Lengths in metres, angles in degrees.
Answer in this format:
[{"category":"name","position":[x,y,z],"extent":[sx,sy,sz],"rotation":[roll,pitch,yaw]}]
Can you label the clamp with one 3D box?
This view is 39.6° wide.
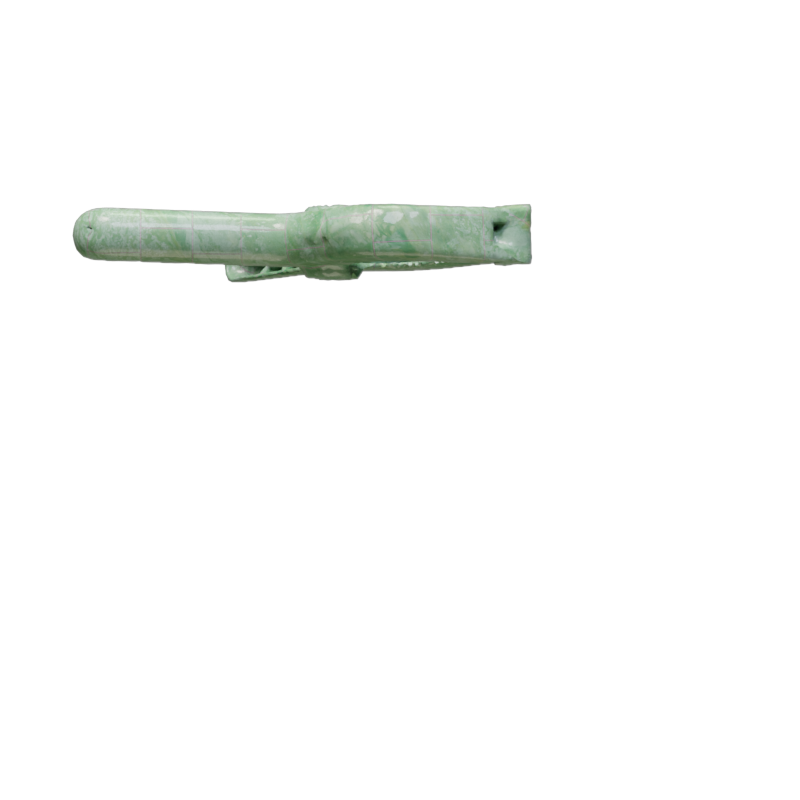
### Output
[{"category":"clamp","position":[-0.043,-0.078,0.549],"extent":[0.217,0.037,0.159],"rotation":[1,3,29]}]
